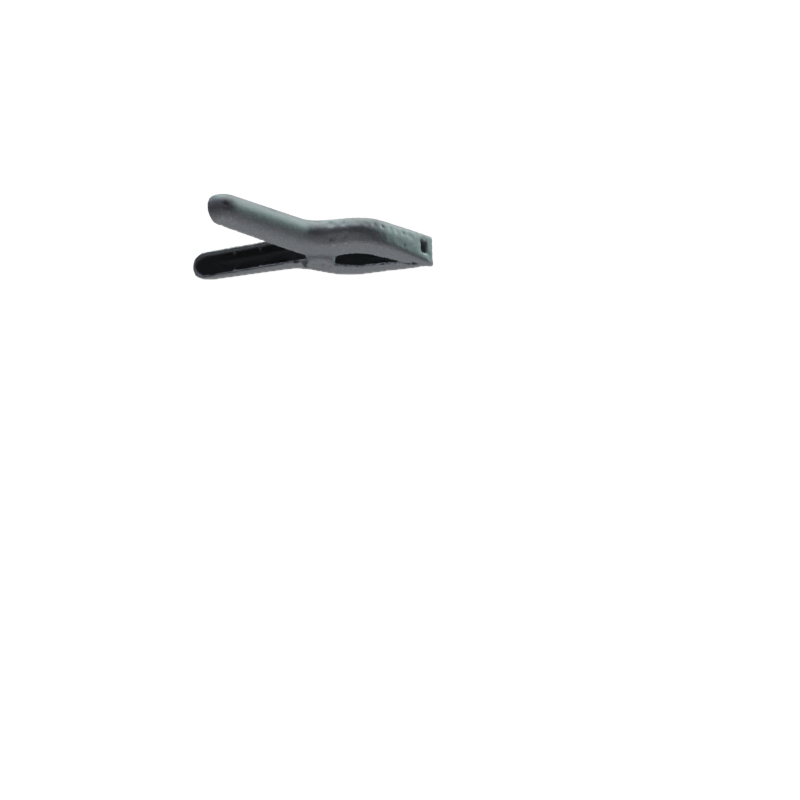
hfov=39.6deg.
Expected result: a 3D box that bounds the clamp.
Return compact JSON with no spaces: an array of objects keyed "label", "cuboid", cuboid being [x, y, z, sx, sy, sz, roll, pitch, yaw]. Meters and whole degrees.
[{"label":"clamp","cuboid":[-0.074,-0.134,0.941,0.209,0.038,0.160,1,-11,-5]}]
